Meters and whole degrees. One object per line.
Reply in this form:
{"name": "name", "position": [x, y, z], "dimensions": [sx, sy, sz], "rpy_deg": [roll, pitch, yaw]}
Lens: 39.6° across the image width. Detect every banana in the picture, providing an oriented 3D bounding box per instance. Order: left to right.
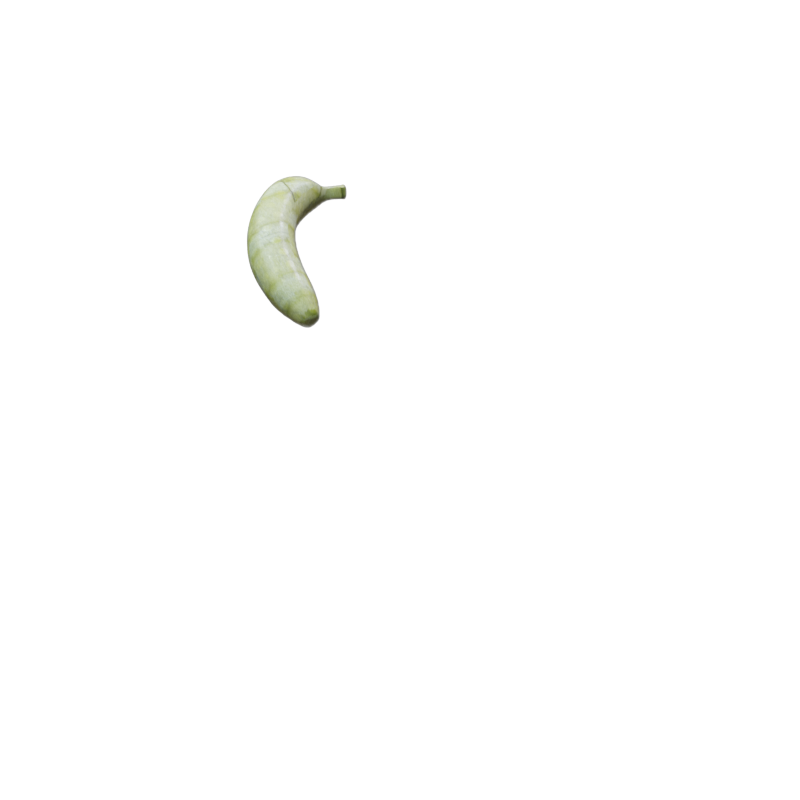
{"name": "banana", "position": [-0.085, -0.126, 0.858], "dimensions": [0.070, 0.034, 0.210], "rpy_deg": [3, 39, 3]}
